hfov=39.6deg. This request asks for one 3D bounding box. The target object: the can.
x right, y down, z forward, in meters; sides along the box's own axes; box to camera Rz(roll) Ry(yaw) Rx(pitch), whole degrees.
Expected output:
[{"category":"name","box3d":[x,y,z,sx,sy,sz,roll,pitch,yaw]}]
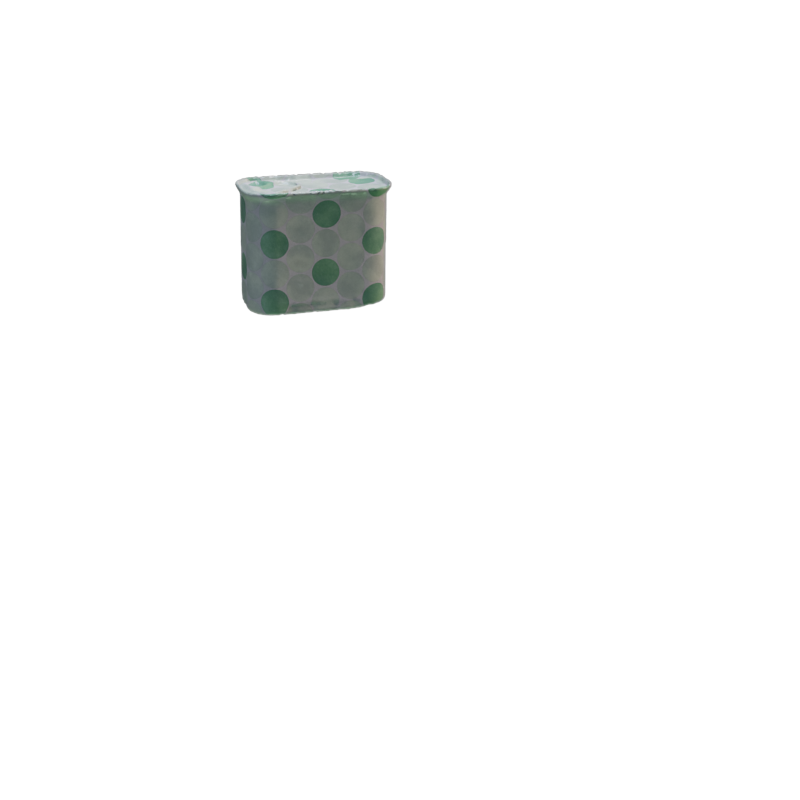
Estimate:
[{"category":"can","box3d":[-0.059,-0.107,0.750,0.100,0.081,0.061,-5,19,-15]}]
